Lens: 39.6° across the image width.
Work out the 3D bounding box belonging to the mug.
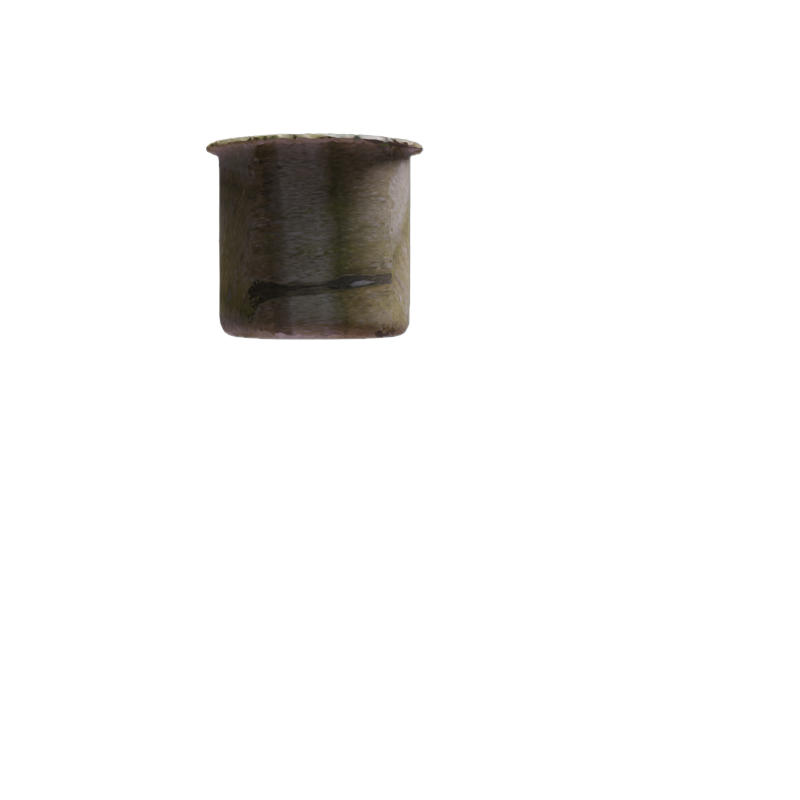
[{"bbox_3d":[-0.038,-0.070,0.487,0.093,0.081,0.118,0,4,-6],"label":"mug"}]
